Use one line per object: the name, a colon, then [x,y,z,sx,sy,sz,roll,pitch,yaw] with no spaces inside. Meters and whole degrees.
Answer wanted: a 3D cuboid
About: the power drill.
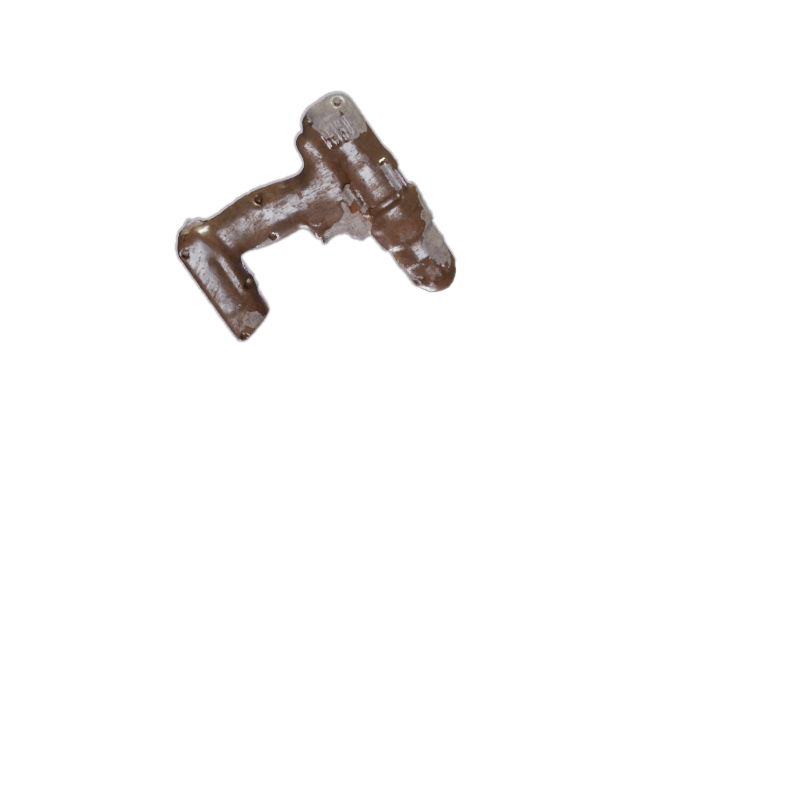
power drill: [-0.070,-0.128,0.893,0.187,0.179,0.059,-33,13,8]
